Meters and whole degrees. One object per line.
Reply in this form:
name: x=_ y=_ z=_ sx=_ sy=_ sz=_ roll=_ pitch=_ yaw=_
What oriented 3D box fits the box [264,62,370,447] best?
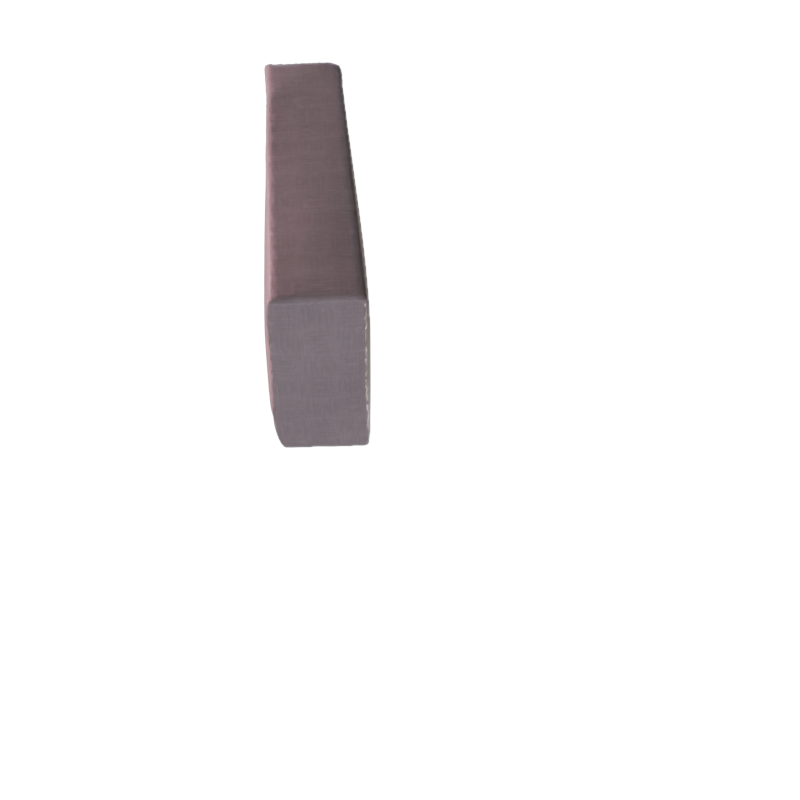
box: x=-0.040 y=-0.075 z=0.521 sx=0.048 sy=0.189 sz=0.087 roll=-2 pitch=-45 yaw=-2
